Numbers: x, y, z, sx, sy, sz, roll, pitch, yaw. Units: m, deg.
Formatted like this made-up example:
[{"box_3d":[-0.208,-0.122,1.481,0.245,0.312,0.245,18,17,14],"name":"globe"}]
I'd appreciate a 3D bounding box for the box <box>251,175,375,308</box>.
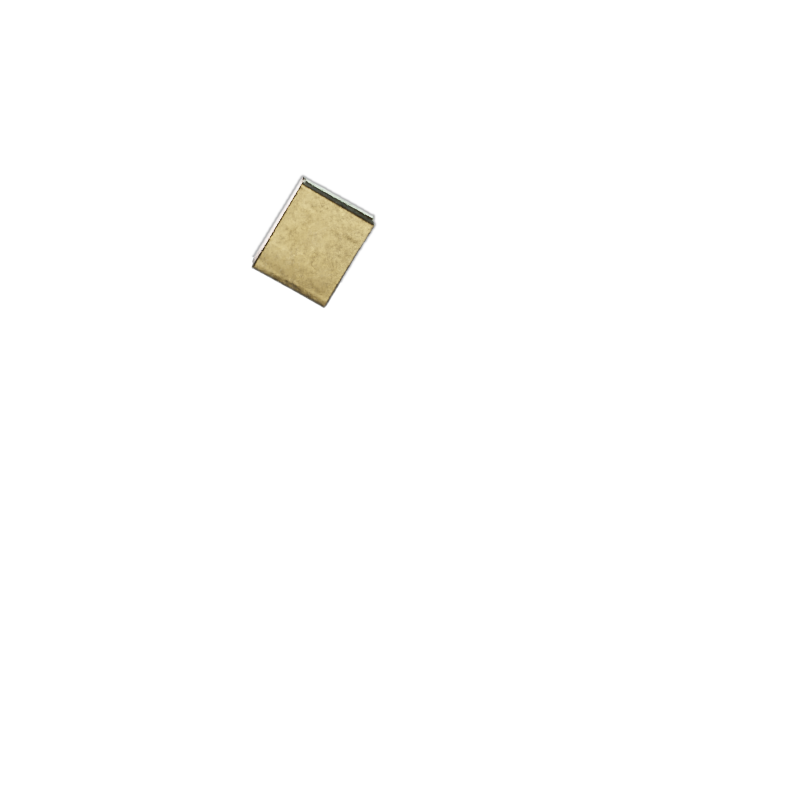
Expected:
[{"box_3d":[-0.074,-0.135,0.946,0.072,0.088,0.031,29,14,-9],"name":"box"}]
